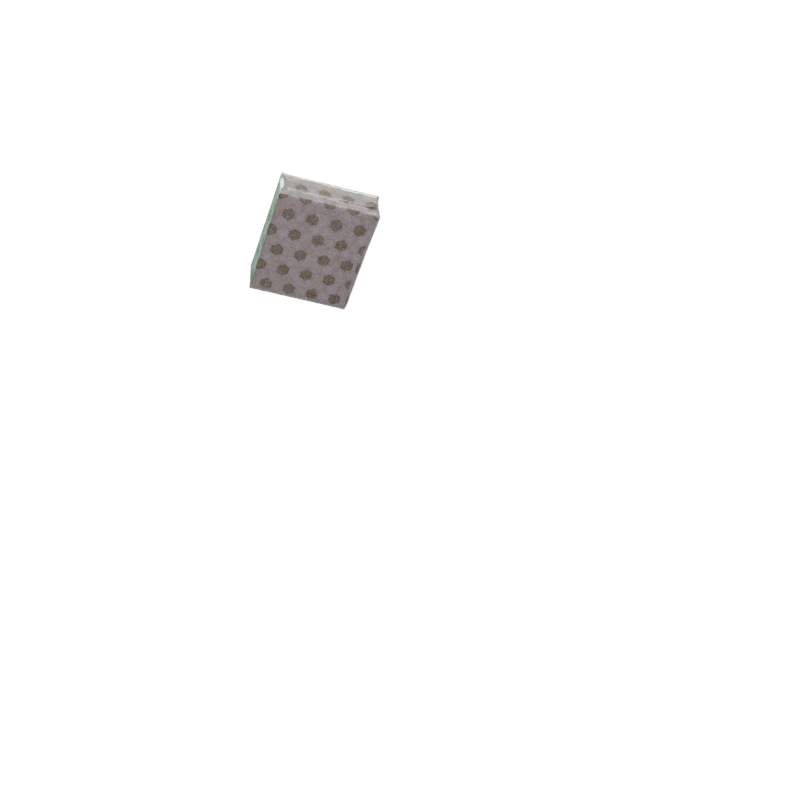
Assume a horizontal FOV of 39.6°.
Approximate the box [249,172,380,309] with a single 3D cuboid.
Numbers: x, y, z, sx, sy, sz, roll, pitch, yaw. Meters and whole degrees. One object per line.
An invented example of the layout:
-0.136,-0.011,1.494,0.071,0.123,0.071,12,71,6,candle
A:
-0.062,-0.113,0.790,0.072,0.085,0.032,13,37,-11,box
